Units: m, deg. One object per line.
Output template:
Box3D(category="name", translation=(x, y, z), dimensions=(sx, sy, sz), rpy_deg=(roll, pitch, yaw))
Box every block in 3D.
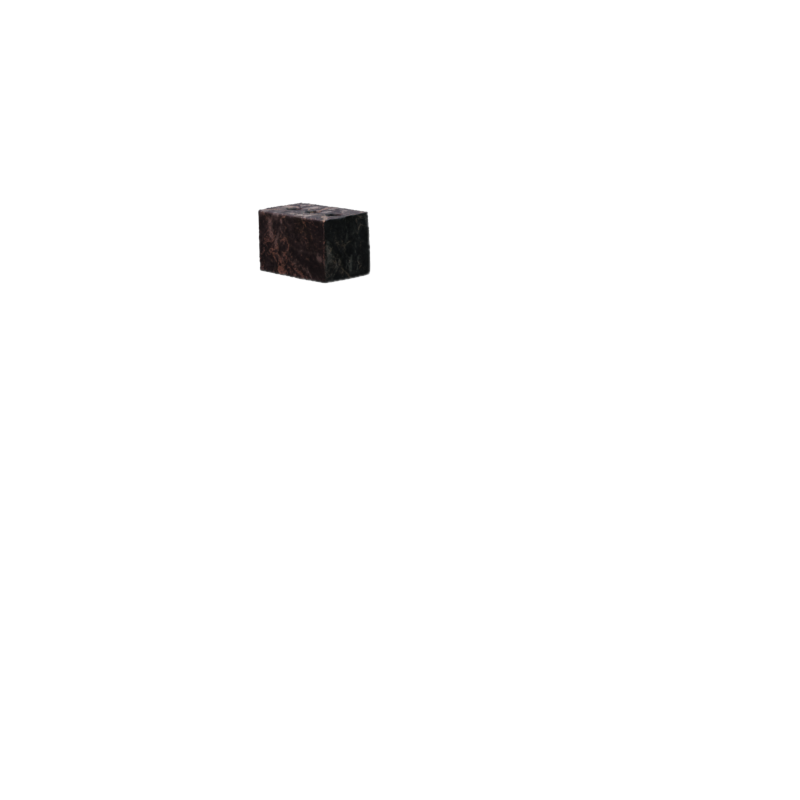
Box3D(category="block", translation=(-0.070, -0.127, 0.890), dimensions=(0.082, 0.050, 0.052), rpy_deg=(14, 20, 39))
